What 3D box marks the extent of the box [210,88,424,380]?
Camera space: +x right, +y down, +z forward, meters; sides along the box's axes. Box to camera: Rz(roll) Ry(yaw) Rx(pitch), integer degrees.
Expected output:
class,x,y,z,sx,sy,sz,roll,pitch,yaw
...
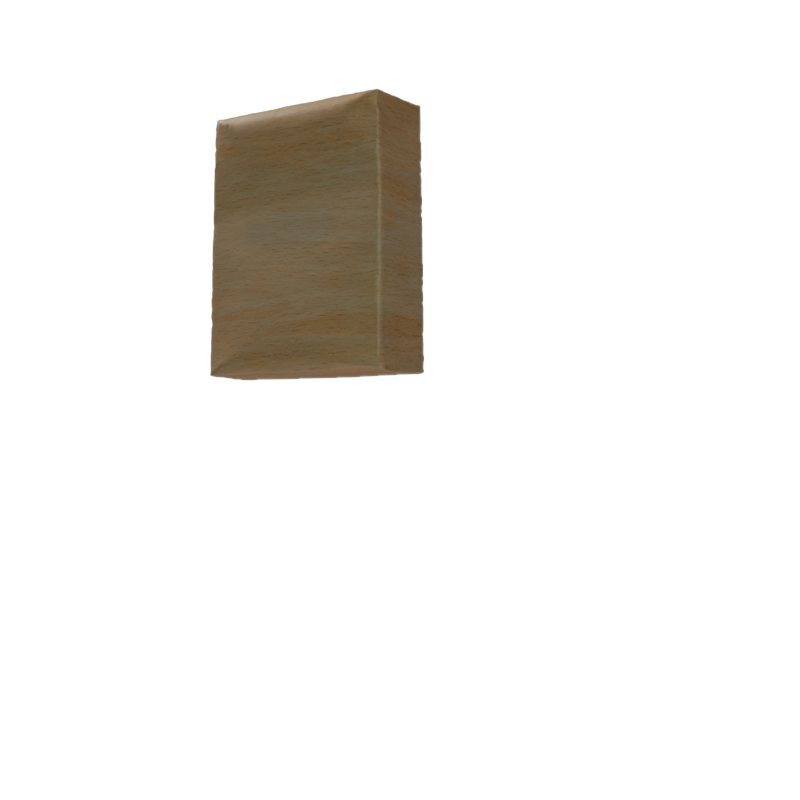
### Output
class,x,y,z,sx,sy,sz,roll,pitch,yaw
box,-0.069,-0.125,0.876,0.169,0.218,0.068,-4,-9,33
